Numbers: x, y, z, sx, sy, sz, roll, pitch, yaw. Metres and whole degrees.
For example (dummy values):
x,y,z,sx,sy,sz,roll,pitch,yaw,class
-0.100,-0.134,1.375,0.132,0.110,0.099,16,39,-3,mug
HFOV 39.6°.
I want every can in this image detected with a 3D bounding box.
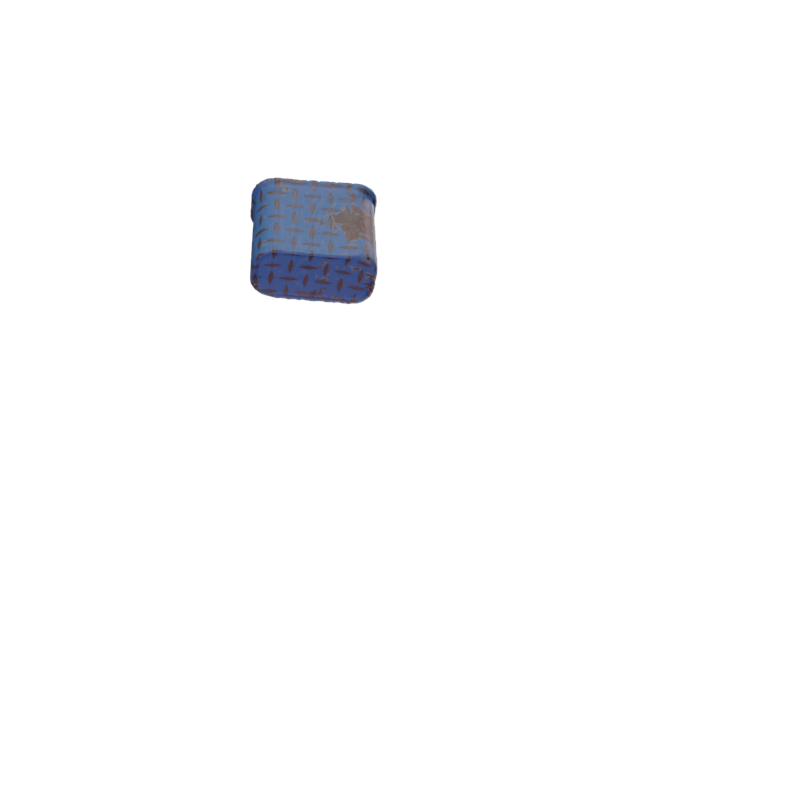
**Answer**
x,y,z,sx,sy,sz,roll,pitch,yaw,class
-0.069,-0.125,0.874,0.101,0.090,0.054,3,-43,-6,can
